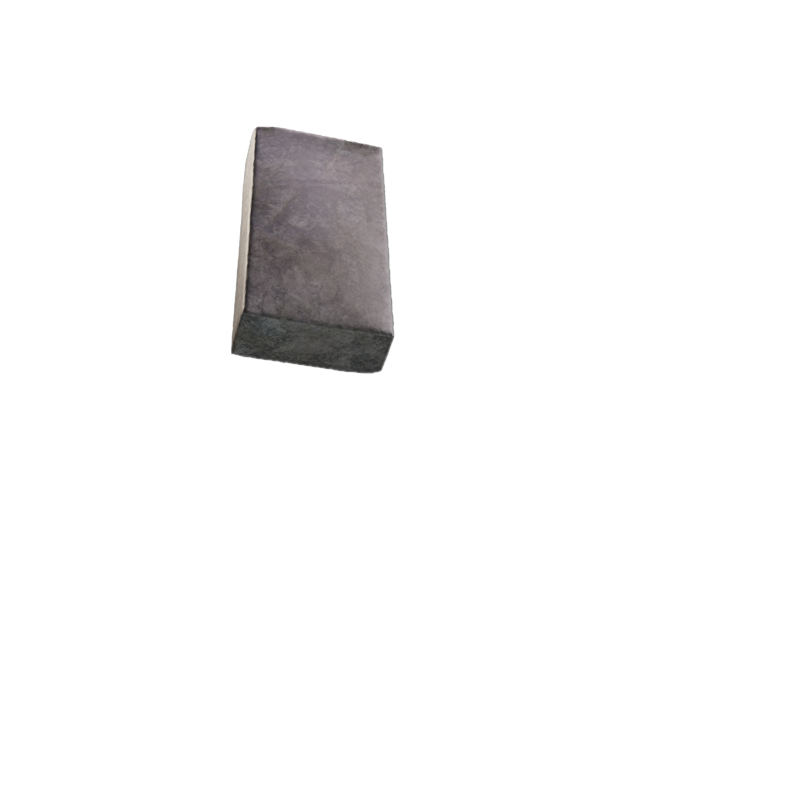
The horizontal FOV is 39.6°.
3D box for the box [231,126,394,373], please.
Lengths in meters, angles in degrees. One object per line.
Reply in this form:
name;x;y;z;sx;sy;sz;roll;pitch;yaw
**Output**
box;-0.056;-0.101;0.709;0.092;0.189;0.045;7;-41;-12
